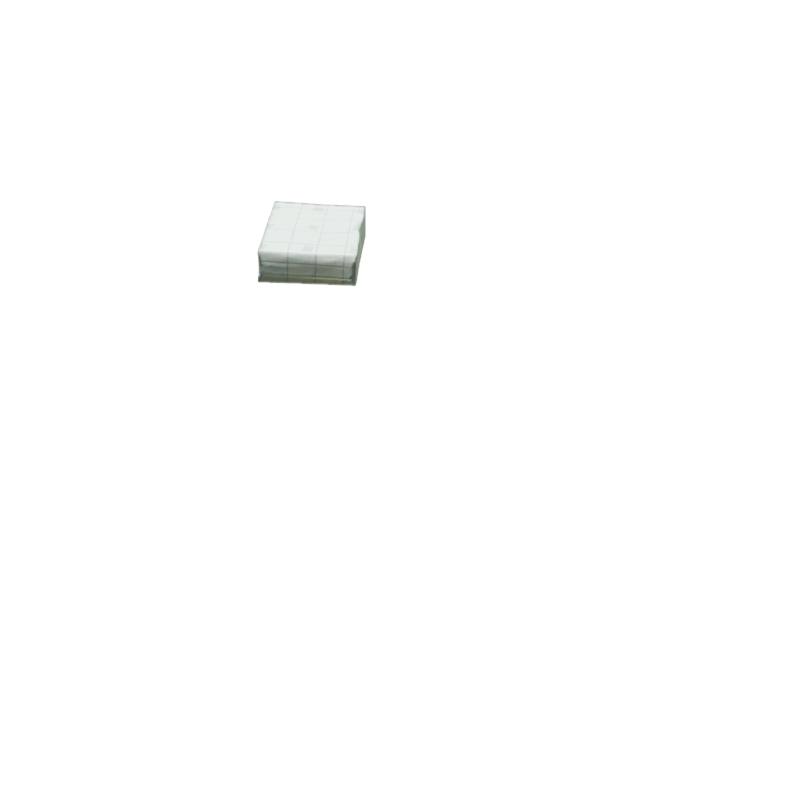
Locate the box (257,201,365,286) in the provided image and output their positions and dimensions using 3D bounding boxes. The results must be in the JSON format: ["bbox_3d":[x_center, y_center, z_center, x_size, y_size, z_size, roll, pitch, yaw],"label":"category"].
[{"bbox_3d":[-0.066,-0.120,0.838,0.074,0.028,0.094,3,32,4],"label":"box"}]
